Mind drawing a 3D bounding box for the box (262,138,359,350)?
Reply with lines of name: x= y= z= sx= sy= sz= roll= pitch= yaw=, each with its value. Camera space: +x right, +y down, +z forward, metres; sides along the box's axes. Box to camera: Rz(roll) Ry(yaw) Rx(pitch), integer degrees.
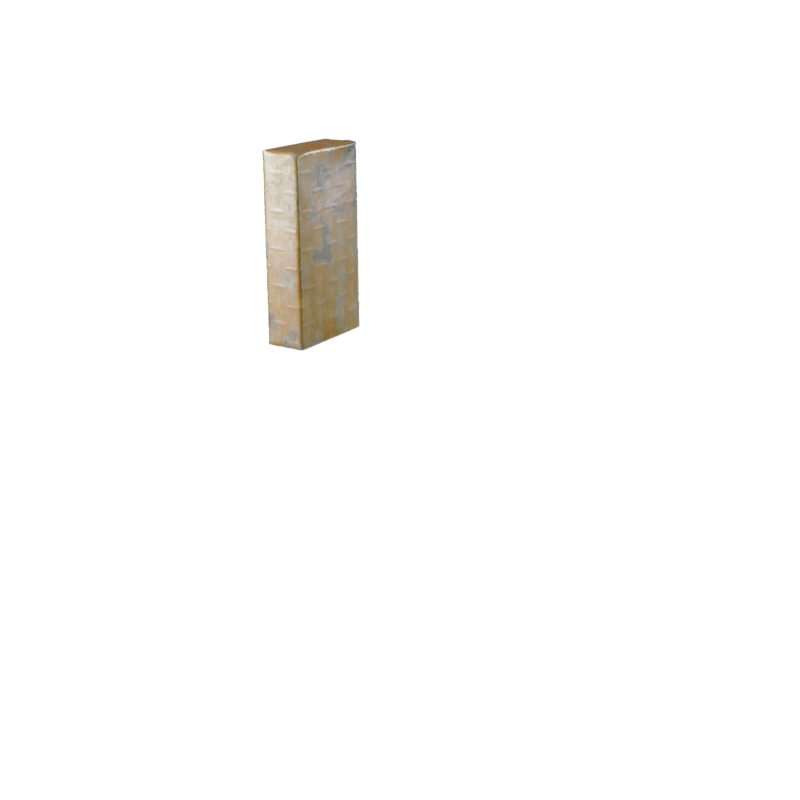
box: x=-0.078 y=-0.142 z=0.997 sx=0.050 sy=0.170 sz=0.092 roll=10 pitch=19 yaw=32
